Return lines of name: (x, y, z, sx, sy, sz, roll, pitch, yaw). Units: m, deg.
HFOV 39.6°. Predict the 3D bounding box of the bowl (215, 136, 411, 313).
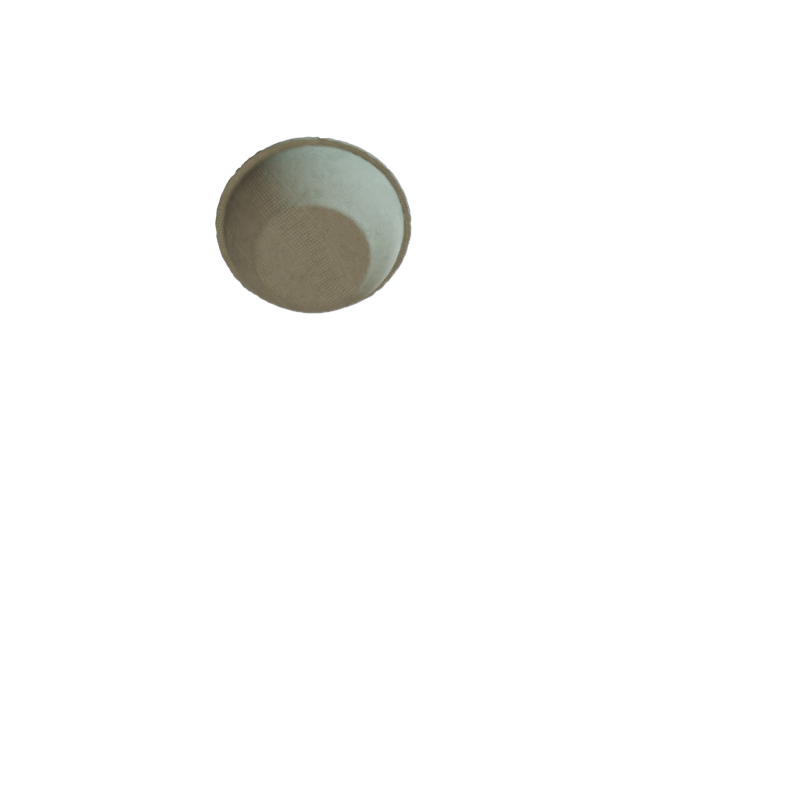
bowl: (-0.070, -0.127, 0.891, 0.162, 0.153, 0.058, 1, 29, -1)
